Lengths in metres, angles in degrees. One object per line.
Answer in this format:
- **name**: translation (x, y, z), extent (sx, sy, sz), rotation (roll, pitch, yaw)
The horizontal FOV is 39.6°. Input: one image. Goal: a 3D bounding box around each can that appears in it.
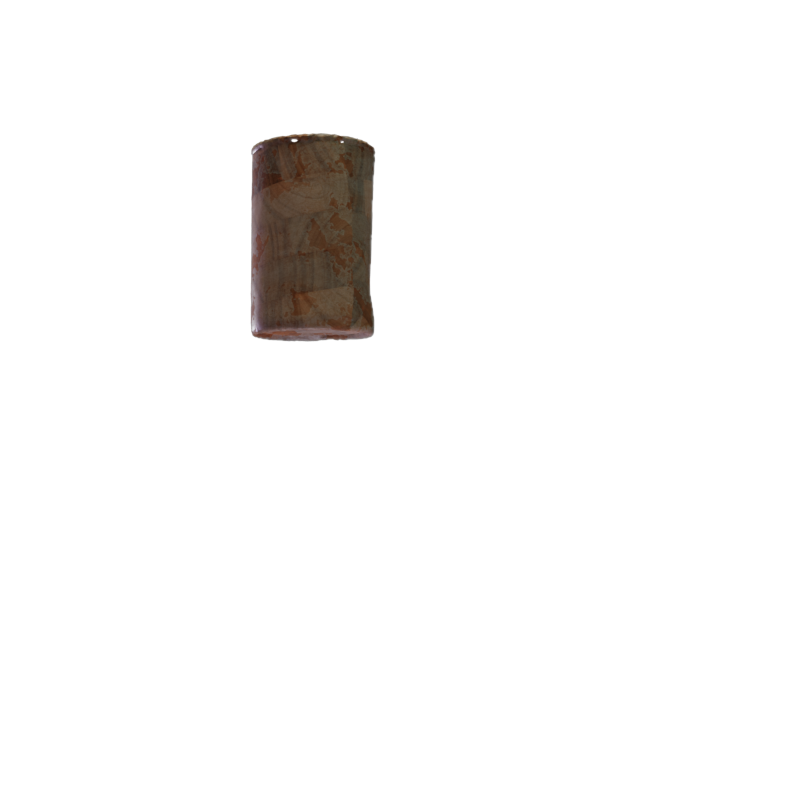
- **can**: translation (-0.047, -0.085, 0.598), extent (0.068, 0.105, 0.067), rotation (0, -8, -2)
